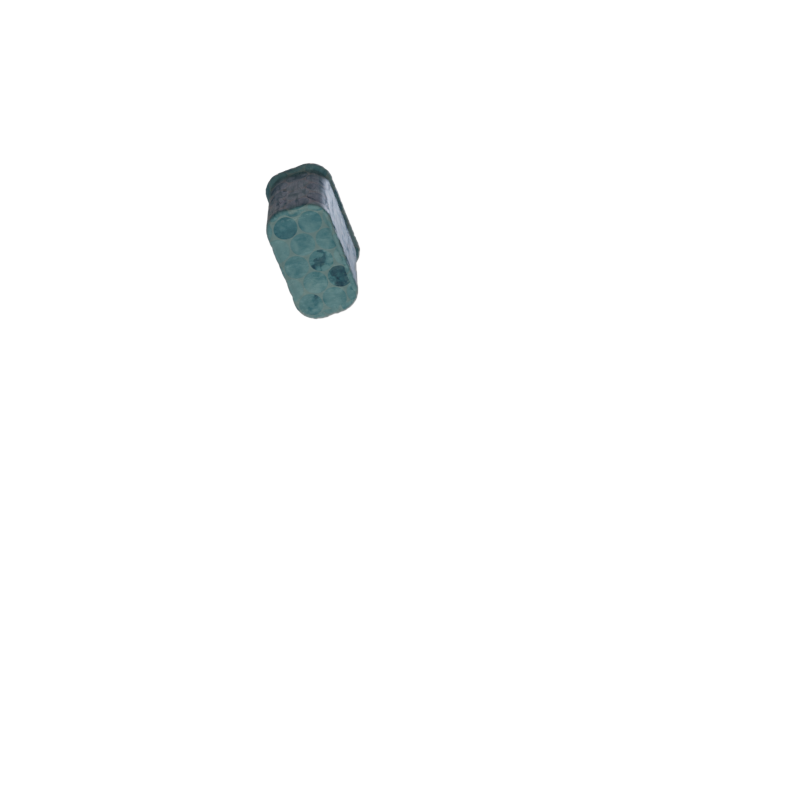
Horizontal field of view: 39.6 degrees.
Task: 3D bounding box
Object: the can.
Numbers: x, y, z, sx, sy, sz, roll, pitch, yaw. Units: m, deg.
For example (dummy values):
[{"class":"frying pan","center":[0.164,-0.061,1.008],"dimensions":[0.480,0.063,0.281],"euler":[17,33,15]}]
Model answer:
[{"class":"can","center":[-0.070,-0.127,0.889],"dimensions":[0.058,0.096,0.089],"euler":[-19,27,7]}]
